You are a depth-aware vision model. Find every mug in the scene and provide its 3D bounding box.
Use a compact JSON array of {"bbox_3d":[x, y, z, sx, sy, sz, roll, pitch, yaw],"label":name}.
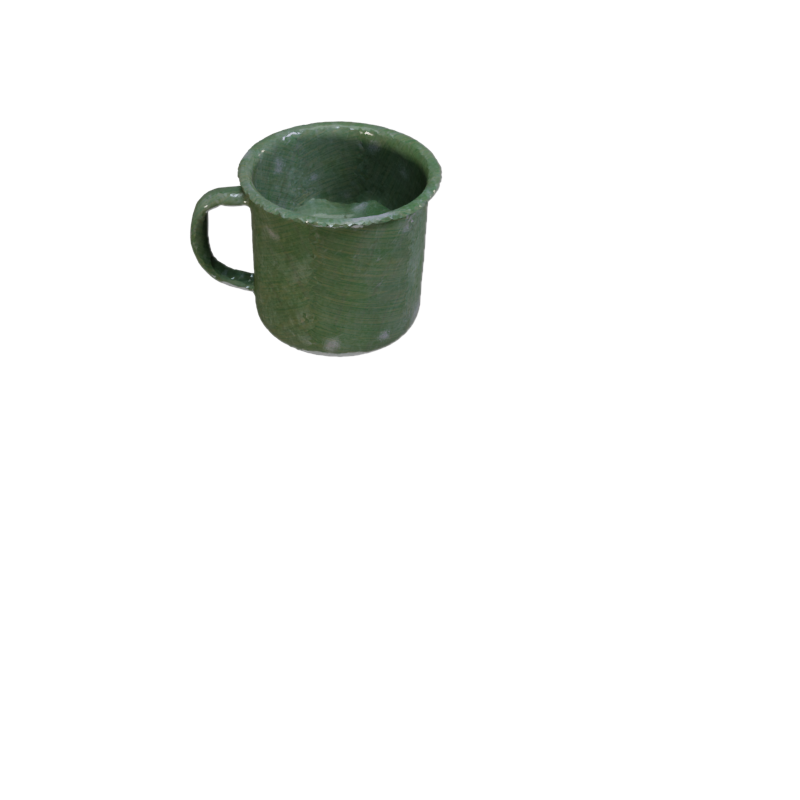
[{"bbox_3d":[-0.041,-0.075,0.527,0.117,0.076,0.100,-1,38,-2],"label":"mug"}]
